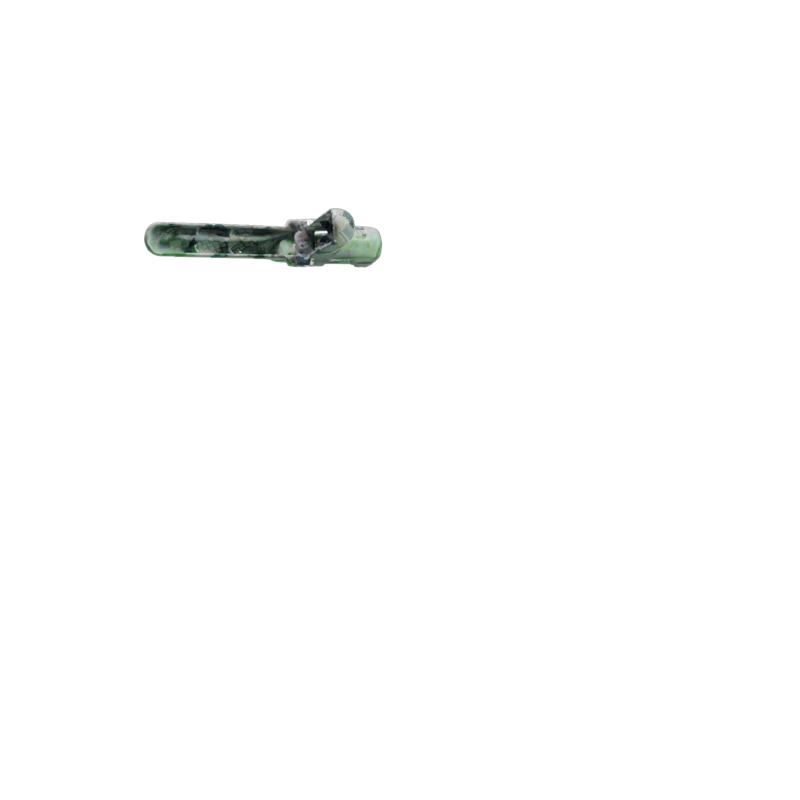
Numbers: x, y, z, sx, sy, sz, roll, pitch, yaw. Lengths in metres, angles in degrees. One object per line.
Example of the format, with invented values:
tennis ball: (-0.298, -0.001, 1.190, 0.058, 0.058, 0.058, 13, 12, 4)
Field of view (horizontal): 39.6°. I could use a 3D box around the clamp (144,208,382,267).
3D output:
clamp: (-0.066, -0.120, 0.840, 0.170, 0.036, 0.202, 2, 4, 32)
